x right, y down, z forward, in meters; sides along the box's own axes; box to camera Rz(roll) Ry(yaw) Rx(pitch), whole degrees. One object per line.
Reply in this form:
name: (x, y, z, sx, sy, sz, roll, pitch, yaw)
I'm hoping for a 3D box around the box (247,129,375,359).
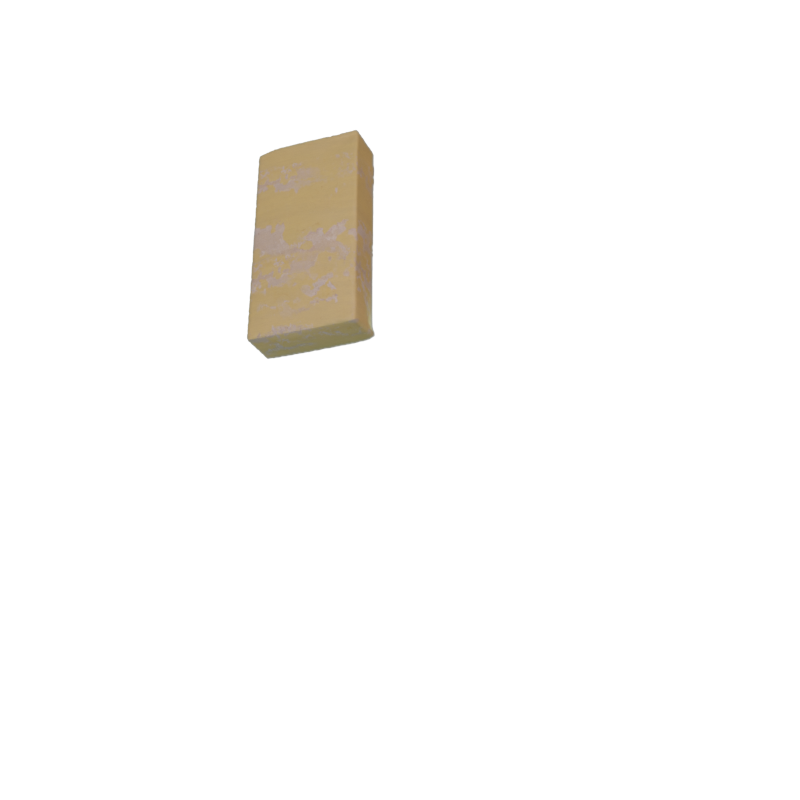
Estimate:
box: (-0.070, -0.127, 0.886, 0.095, 0.187, 0.044, -12, -29, 19)
